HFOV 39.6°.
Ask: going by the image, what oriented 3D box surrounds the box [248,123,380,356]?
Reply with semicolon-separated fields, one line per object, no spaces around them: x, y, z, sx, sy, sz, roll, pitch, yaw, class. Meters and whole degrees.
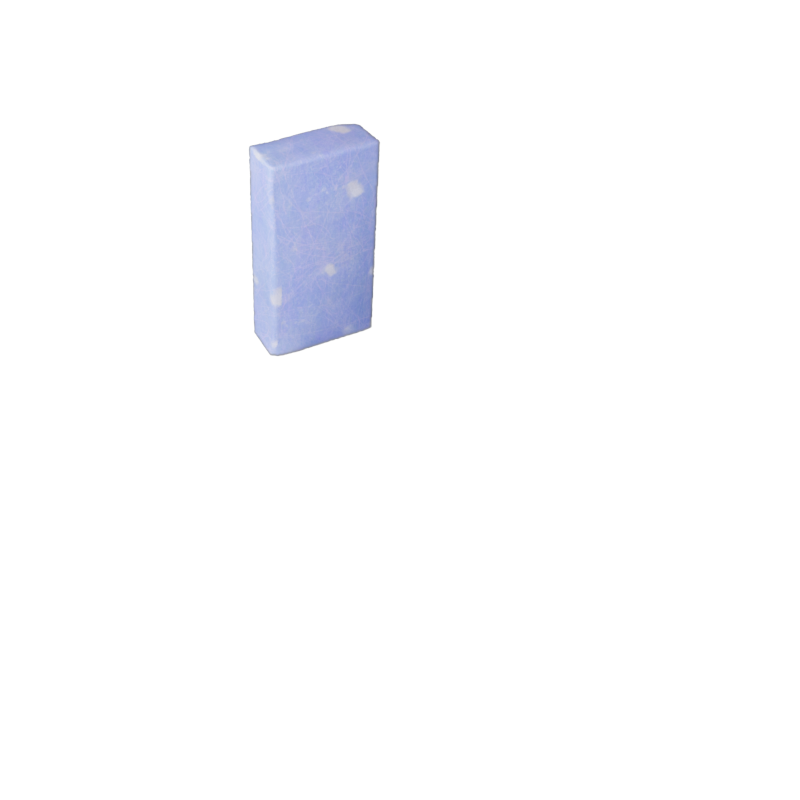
-0.067;-0.123;0.861;0.092;0.165;0.052;-17;39;-25;box
